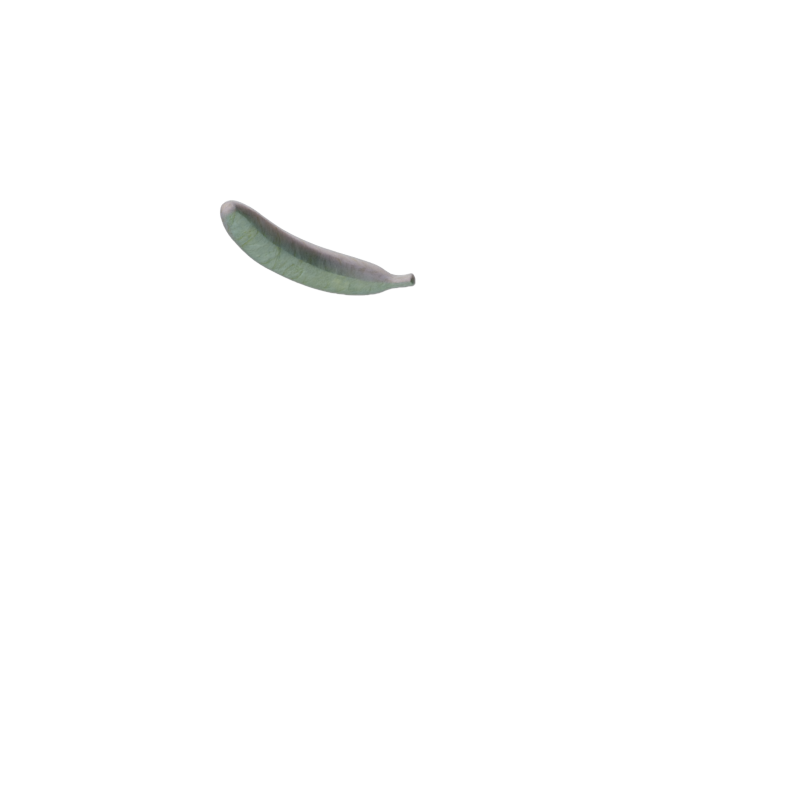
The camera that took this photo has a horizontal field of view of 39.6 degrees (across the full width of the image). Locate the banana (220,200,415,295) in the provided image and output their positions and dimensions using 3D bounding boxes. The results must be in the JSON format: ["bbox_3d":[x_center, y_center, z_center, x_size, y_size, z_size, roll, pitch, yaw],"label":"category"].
[{"bbox_3d":[-0.084,-0.130,0.979,0.188,0.039,0.069,17,-33,-29],"label":"banana"}]
